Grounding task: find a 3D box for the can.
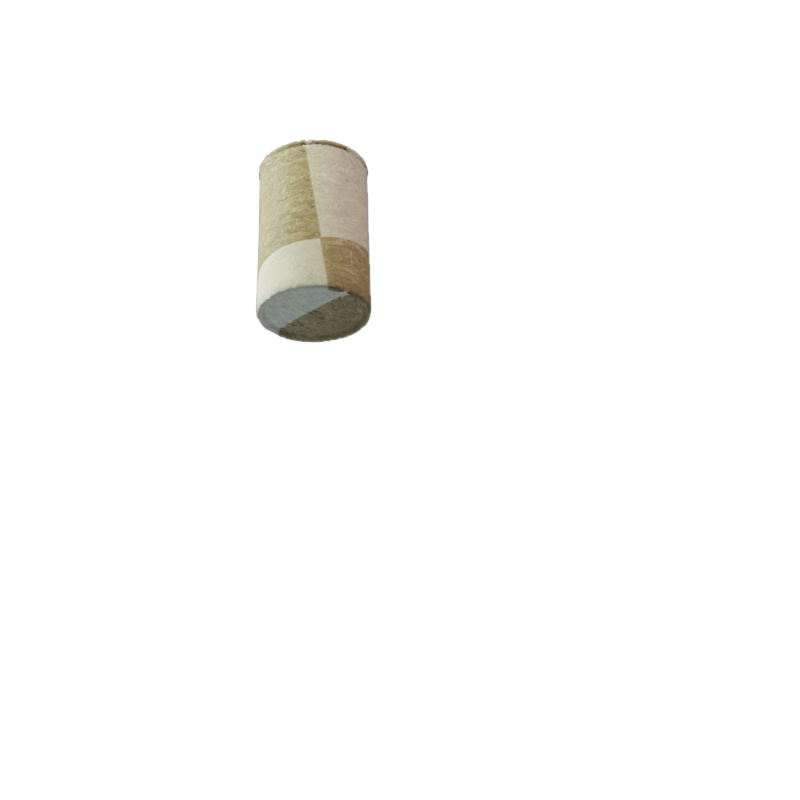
[{"bbox_3d":[-0.052,-0.094,0.660,0.068,0.109,0.064,0,-30,-2],"label":"can"}]
